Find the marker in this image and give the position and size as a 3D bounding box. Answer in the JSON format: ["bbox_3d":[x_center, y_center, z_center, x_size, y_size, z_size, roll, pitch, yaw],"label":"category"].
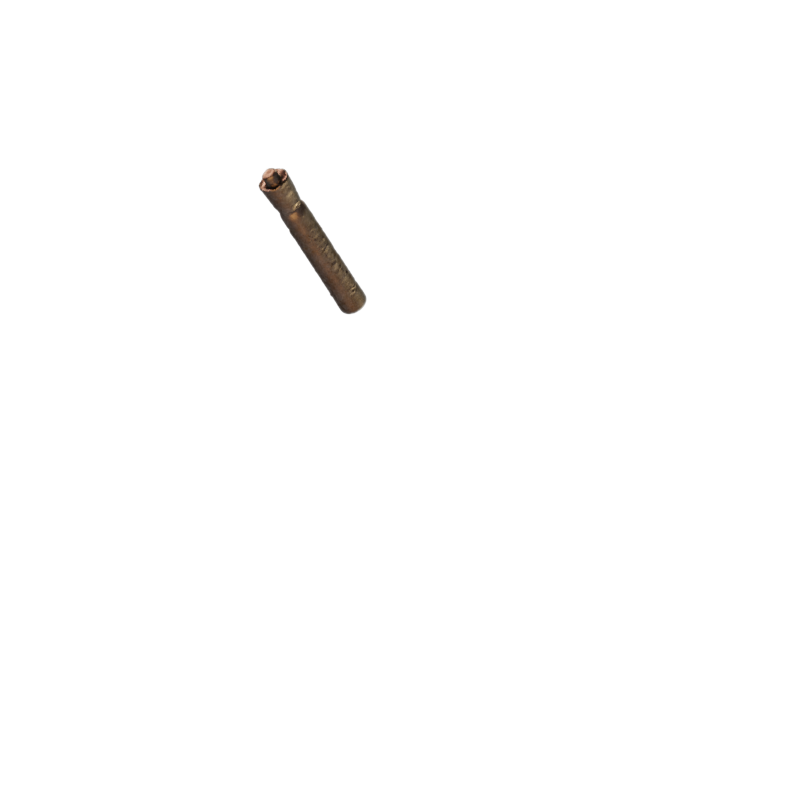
[{"bbox_3d":[-0.053,-0.097,0.678,0.020,0.021,0.112,2,-37,33],"label":"marker"}]
